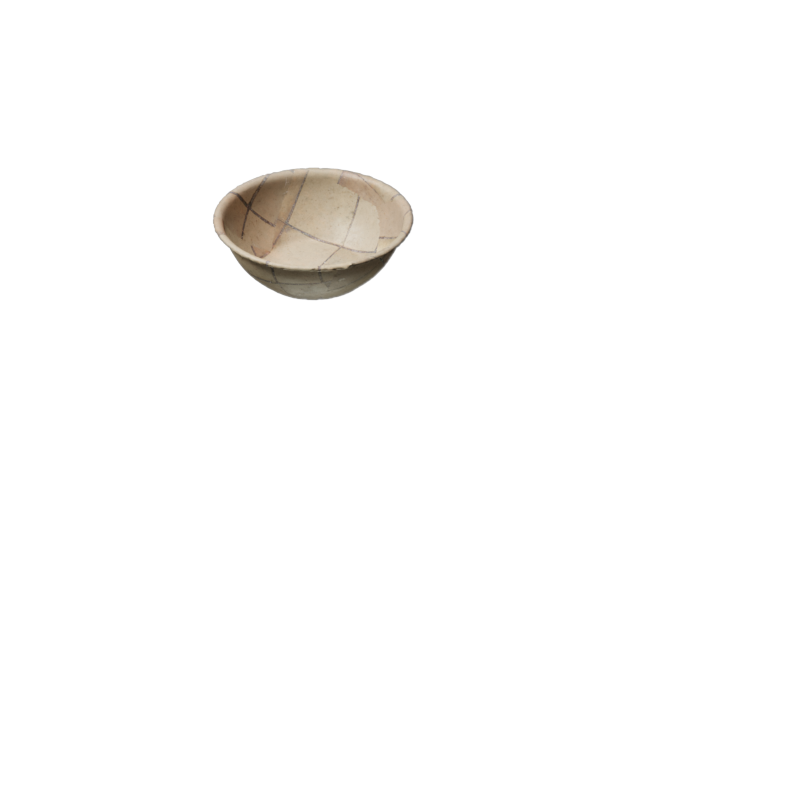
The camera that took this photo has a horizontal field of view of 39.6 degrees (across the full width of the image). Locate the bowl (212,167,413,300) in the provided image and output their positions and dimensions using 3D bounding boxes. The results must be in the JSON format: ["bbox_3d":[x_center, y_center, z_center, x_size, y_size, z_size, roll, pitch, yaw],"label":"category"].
[{"bbox_3d":[-0.071,-0.129,0.905,0.162,0.051,0.173,-1,37,-2],"label":"bowl"}]
